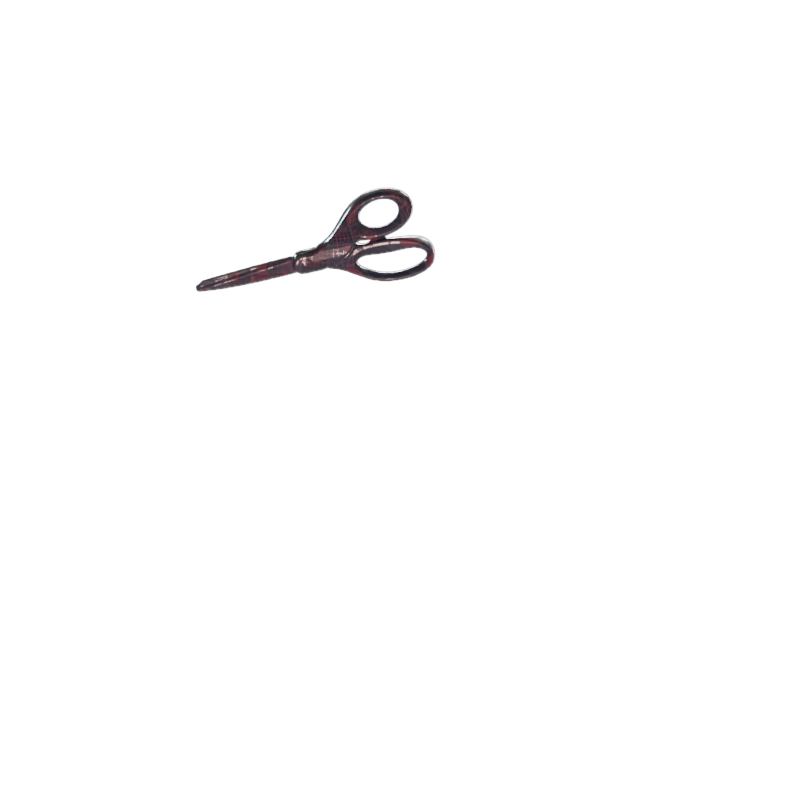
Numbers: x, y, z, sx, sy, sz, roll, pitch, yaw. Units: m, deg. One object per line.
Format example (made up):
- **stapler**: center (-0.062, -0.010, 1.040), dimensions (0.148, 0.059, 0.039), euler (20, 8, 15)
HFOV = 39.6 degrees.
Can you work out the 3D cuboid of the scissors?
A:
- **scissors**: center (-0.072, -0.131, 0.916), dimensions (0.202, 0.090, 0.017), euler (-1, 36, 0)
